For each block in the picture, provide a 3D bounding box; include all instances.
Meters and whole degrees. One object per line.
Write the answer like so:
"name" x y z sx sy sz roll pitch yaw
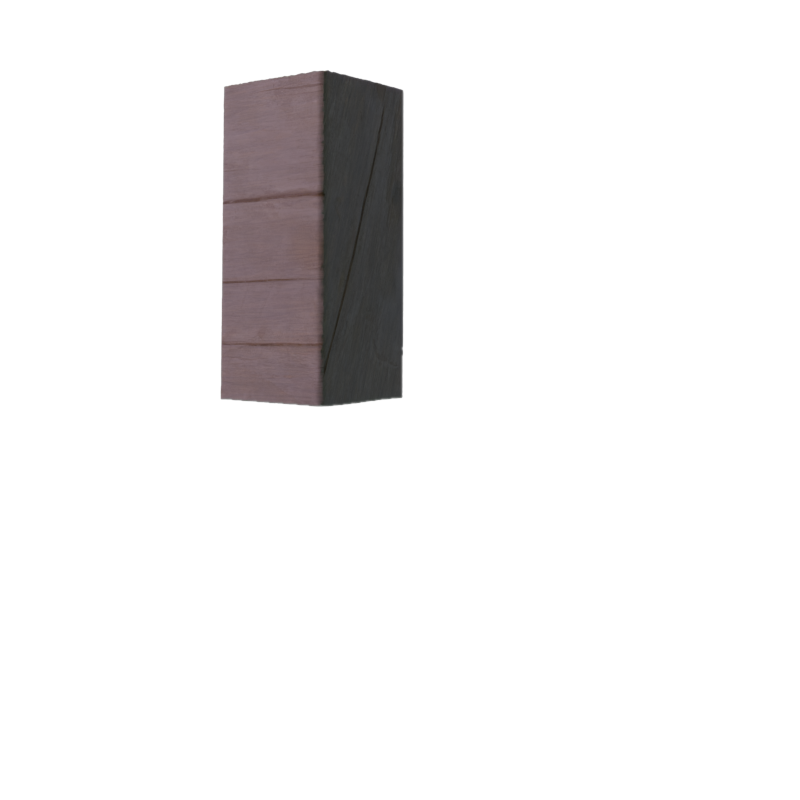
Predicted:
"block" -0.057 -0.105 0.733 0.094 0.208 0.086 -2 -2 37
